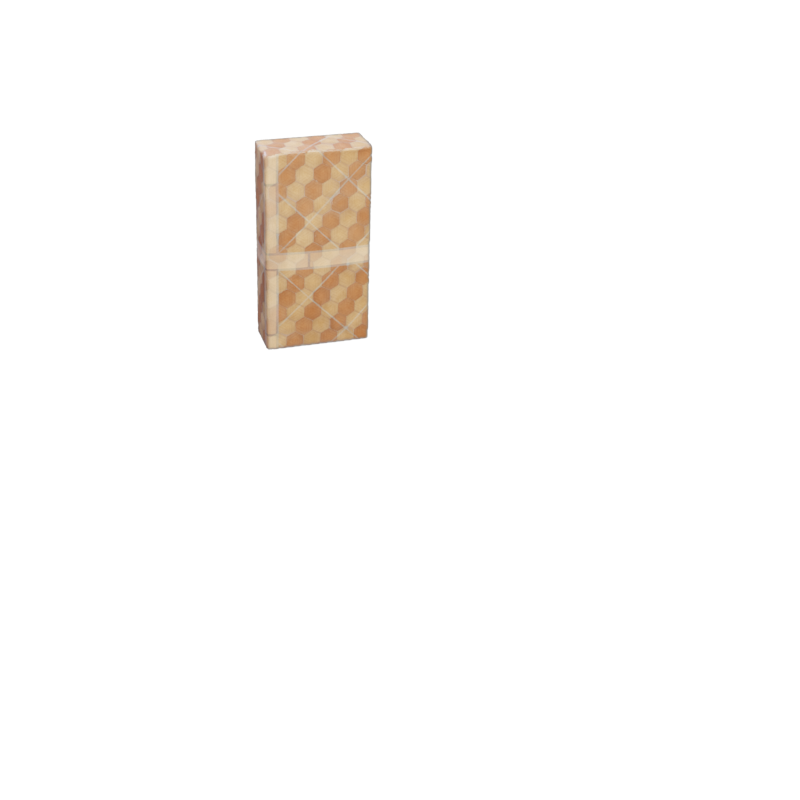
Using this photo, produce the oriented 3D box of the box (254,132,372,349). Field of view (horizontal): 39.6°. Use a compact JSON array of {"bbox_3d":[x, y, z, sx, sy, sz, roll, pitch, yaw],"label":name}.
[{"bbox_3d":[-0.073,-0.133,0.935,0.092,0.167,0.051,-7,28,-15],"label":"box"}]
